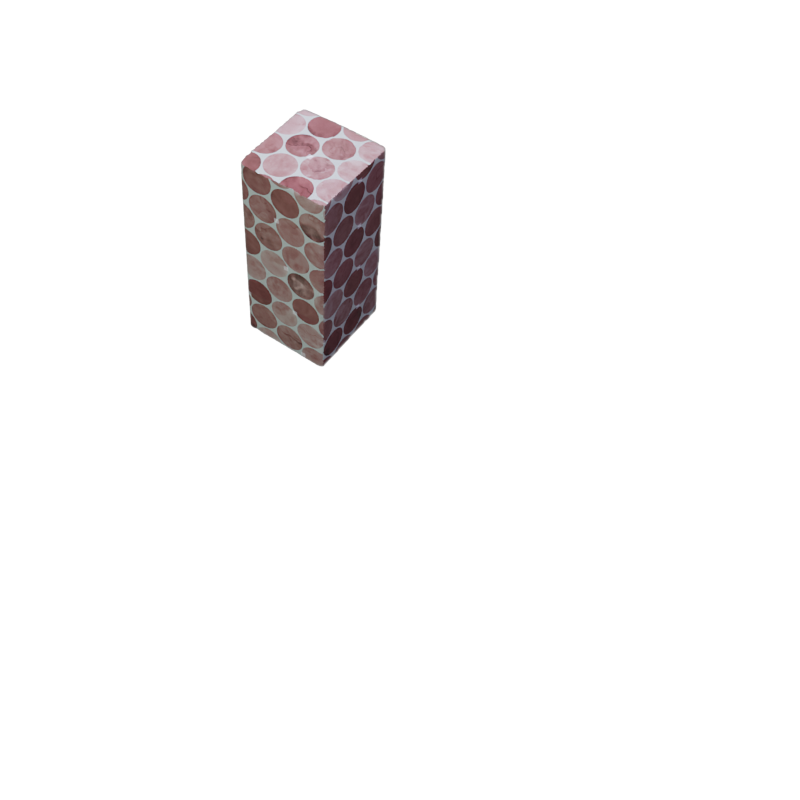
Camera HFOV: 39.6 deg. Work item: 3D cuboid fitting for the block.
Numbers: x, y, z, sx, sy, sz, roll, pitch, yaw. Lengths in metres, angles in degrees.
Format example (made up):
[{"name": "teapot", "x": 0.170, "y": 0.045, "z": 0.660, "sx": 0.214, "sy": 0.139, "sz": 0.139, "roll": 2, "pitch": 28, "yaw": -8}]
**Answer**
[{"name": "block", "x": -0.078, "y": -0.141, "z": 0.985, "sx": 0.094, "sy": 0.192, "sz": 0.093, "roll": 30, "pitch": 55, "yaw": 19}]
